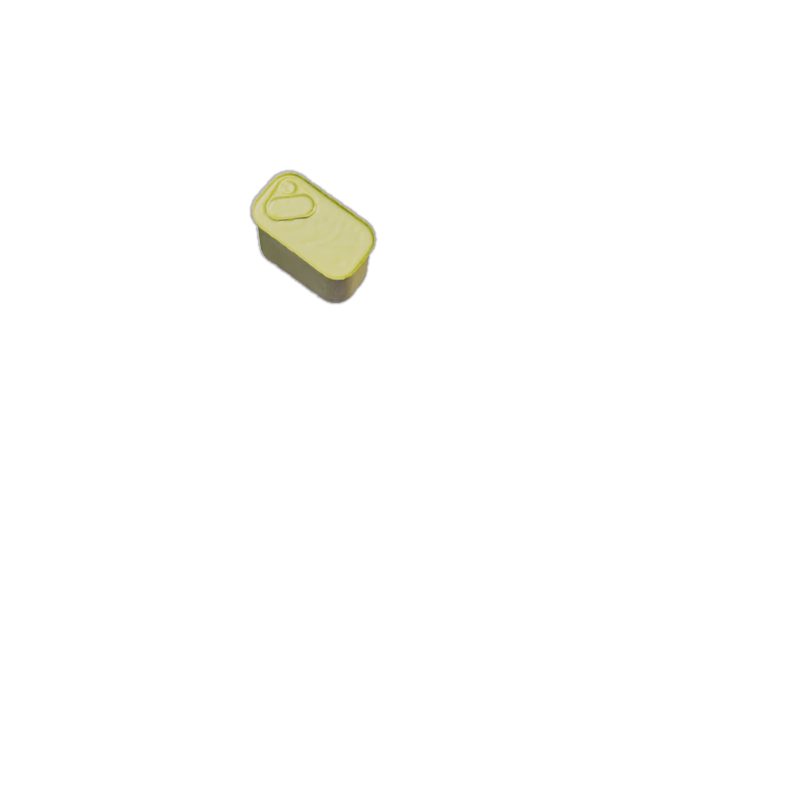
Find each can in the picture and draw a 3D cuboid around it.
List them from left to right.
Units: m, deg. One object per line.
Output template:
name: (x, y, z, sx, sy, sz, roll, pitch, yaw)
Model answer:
can: (-0.072, -0.132, 0.924, 0.105, 0.058, 0.081, 37, -13, 9)
